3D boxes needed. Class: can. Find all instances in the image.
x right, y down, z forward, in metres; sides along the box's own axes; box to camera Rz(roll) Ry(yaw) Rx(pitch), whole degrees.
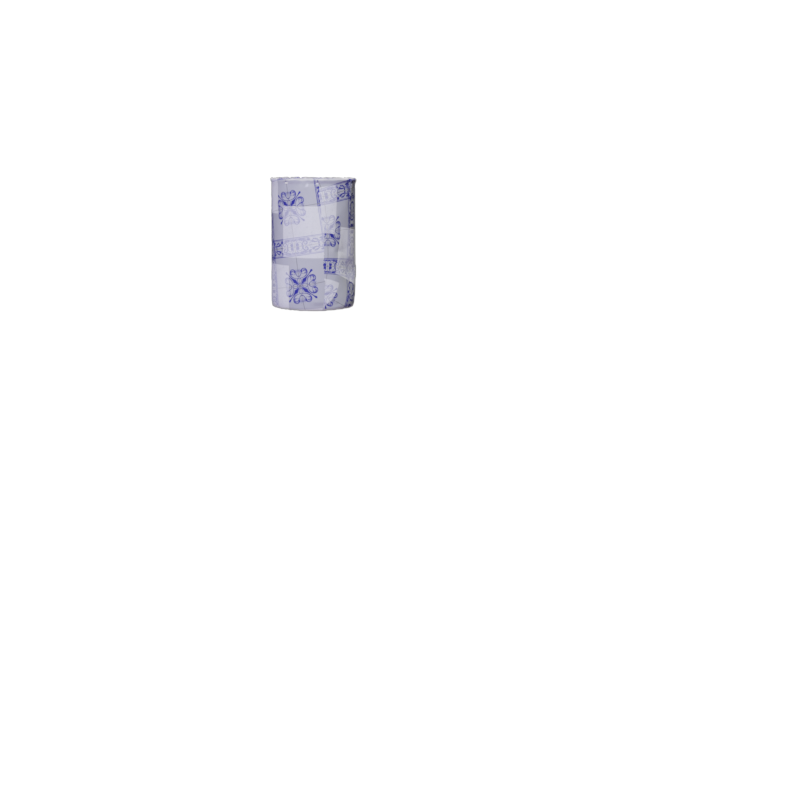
[{"bbox_3d":[-0.069,-0.125,0.879,0.068,0.101,0.070,0,7,-2],"label":"can"}]
